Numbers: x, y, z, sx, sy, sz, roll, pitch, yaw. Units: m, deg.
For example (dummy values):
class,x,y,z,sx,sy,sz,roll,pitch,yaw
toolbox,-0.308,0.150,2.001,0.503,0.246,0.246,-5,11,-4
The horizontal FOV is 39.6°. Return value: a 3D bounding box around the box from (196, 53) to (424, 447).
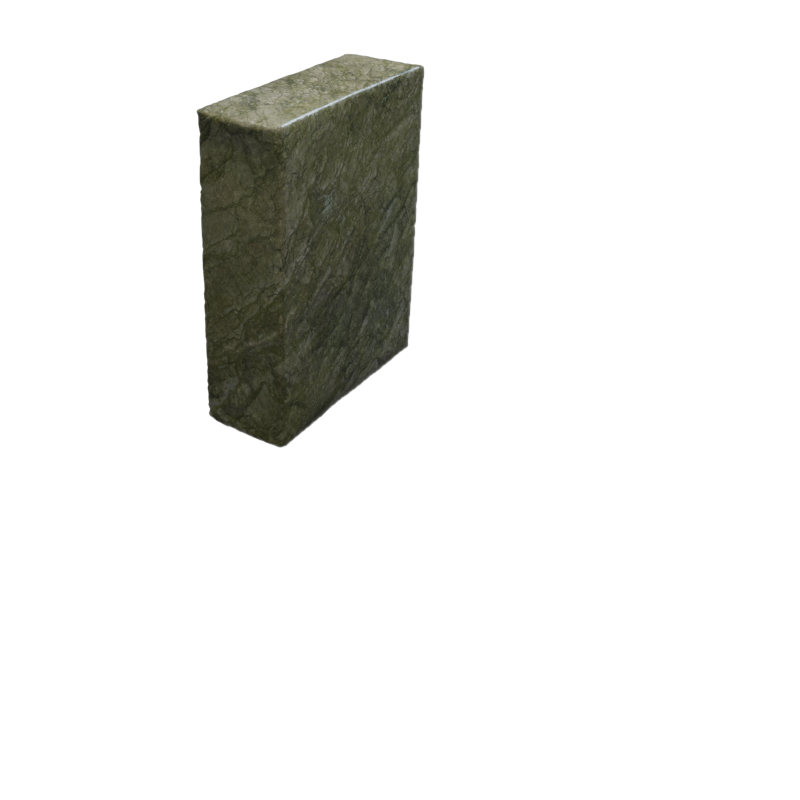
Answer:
class,x,y,z,sx,sy,sz,roll,pitch,yaw
box,-0.057,-0.104,0.727,0.075,0.202,0.165,16,30,27
